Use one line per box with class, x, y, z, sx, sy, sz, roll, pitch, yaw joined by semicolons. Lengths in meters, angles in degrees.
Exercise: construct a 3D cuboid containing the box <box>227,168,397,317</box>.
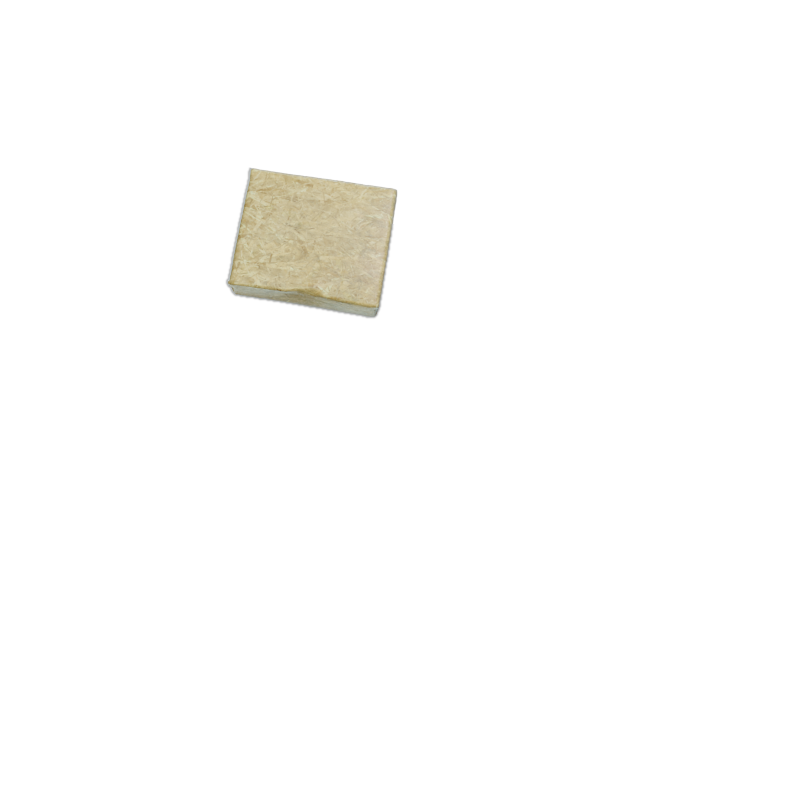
box;-0.051;-0.093;0.651;0.090;0.076;0.029;9;-15;2
